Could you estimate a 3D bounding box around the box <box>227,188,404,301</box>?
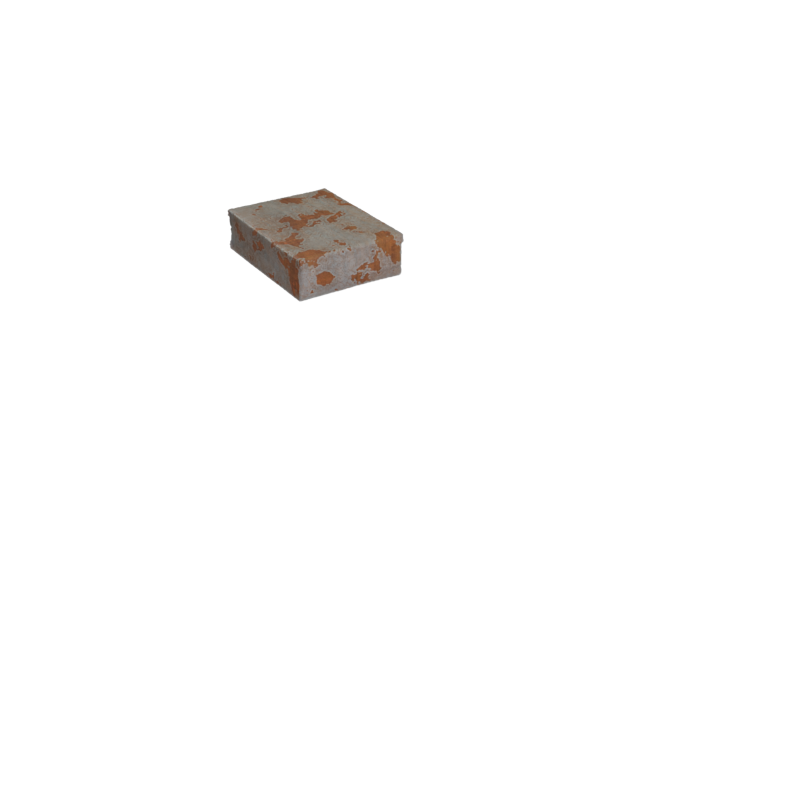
[{"bbox_3d":[-0.065,-0.120,0.837,0.088,0.037,0.122,-17,32,-29],"label":"box"}]
